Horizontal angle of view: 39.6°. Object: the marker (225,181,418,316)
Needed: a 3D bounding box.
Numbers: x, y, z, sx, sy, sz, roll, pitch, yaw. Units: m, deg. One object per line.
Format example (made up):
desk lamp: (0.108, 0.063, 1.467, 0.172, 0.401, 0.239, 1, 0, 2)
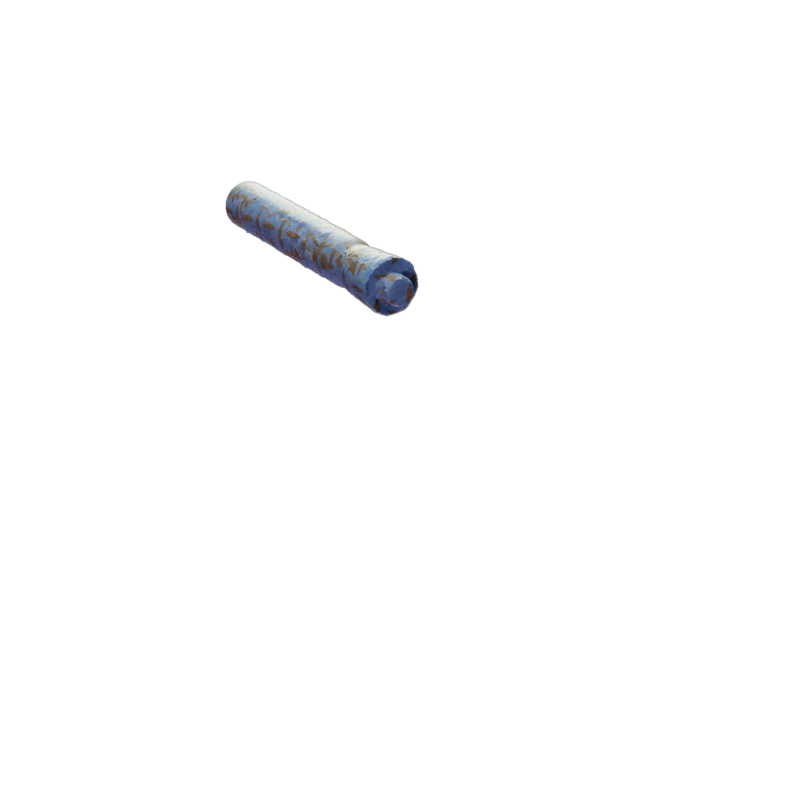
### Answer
marker: (-0.030, -0.055, 0.383, 0.019, 0.019, 0.129, -2, 21, -29)
